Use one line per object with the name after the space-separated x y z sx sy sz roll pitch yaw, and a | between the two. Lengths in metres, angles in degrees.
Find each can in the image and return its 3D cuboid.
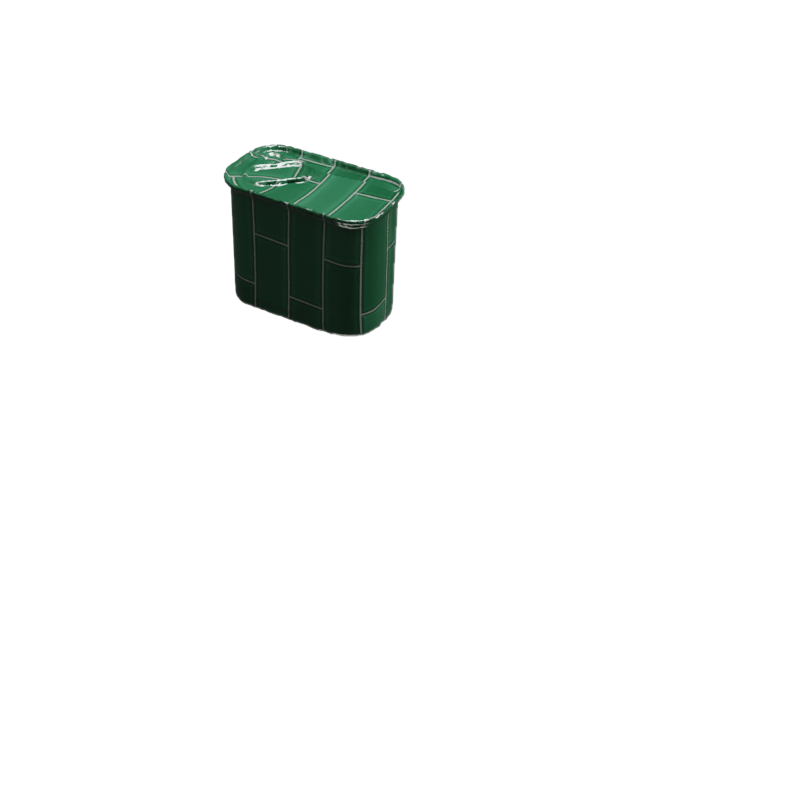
-0.051 -0.093 0.648 0.107 0.078 0.059 21 40 24 | can
